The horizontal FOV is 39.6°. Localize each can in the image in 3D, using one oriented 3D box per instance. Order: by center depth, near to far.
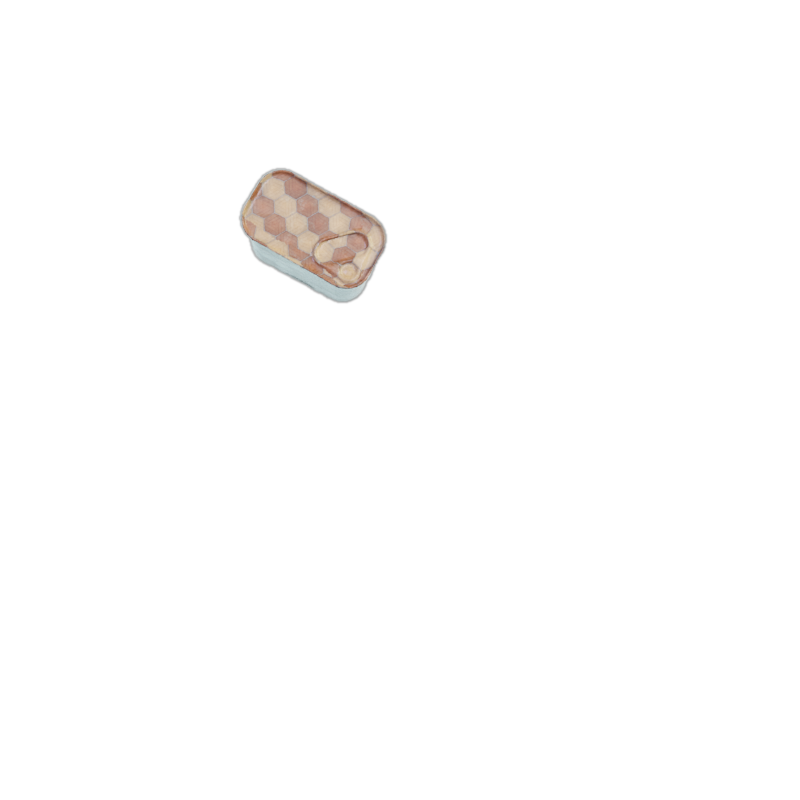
[{"bbox_3d":[-0.064,-0.117,0.821,0.103,0.058,0.082,30,-8,4],"label":"can"}]
